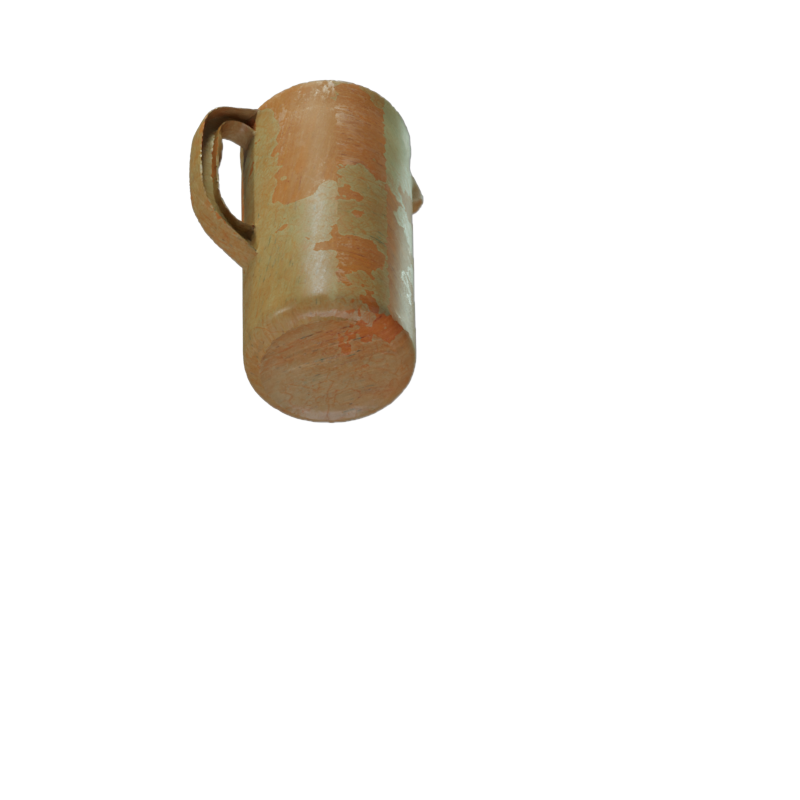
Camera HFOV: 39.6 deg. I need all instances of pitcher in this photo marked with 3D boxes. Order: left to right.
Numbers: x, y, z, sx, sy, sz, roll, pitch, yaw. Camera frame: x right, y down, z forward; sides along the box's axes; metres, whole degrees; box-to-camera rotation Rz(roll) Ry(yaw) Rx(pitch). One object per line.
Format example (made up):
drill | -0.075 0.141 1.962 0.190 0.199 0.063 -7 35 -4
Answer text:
pitcher | -0.060 -0.110 0.769 0.150 0.134 0.261 -12 43 8
